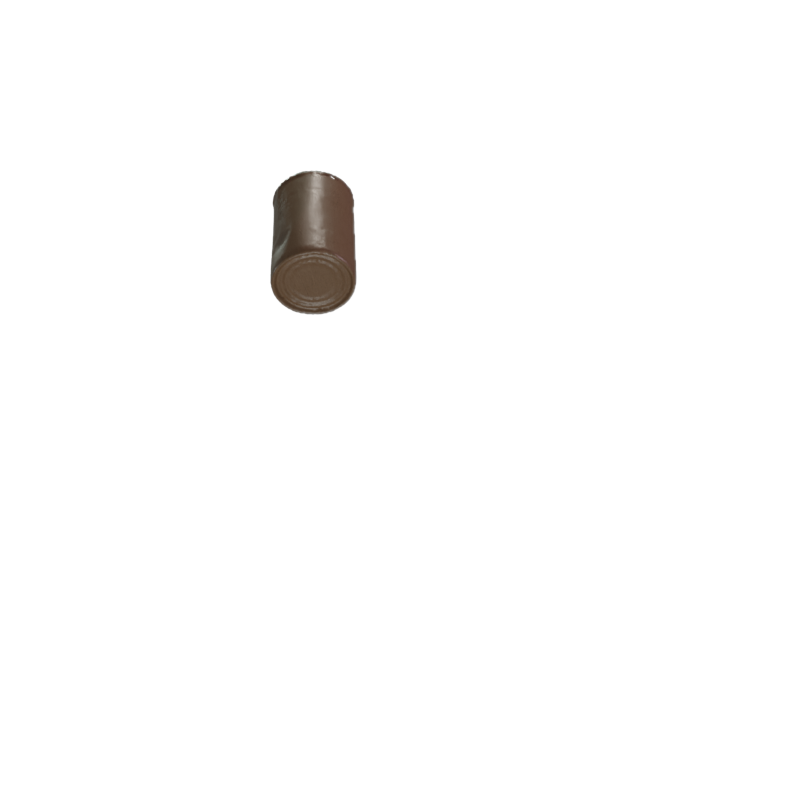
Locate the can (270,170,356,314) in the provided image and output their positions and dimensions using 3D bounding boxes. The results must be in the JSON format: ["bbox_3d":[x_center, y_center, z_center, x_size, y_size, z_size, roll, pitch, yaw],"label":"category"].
[{"bbox_3d":[-0.069,-0.126,0.885,0.068,0.064,0.110,-1,44,-3],"label":"can"}]
